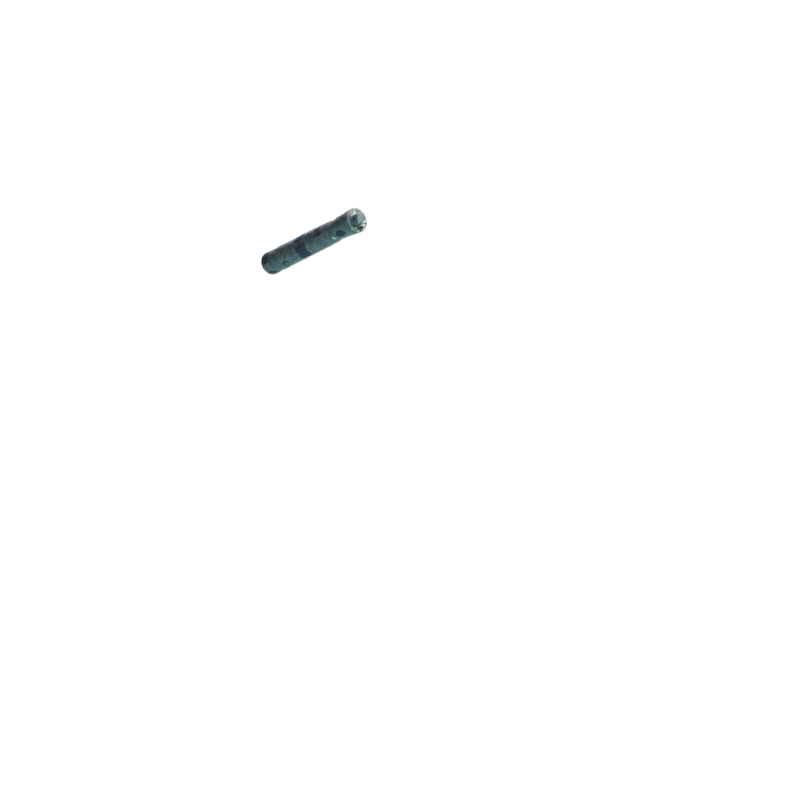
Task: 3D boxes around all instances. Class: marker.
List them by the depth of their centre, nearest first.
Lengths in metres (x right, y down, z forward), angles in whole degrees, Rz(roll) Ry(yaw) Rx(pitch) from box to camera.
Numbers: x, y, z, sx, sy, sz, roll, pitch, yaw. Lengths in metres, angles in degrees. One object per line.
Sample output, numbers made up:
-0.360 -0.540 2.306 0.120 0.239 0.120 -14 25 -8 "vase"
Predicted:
-0.066 -0.121 0.850 0.019 0.020 0.122 -3 -9 -40 "marker"
